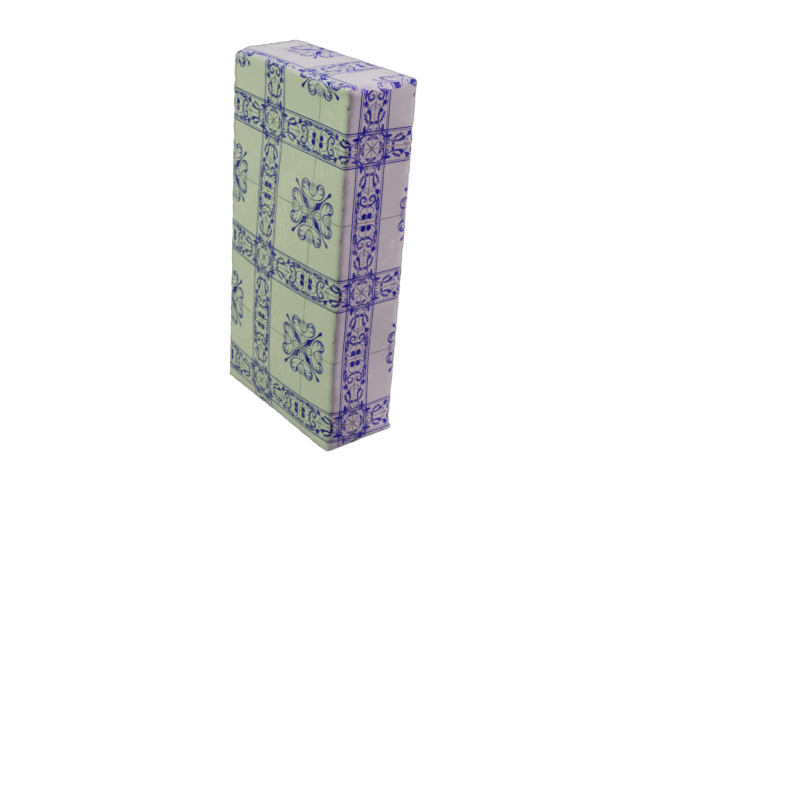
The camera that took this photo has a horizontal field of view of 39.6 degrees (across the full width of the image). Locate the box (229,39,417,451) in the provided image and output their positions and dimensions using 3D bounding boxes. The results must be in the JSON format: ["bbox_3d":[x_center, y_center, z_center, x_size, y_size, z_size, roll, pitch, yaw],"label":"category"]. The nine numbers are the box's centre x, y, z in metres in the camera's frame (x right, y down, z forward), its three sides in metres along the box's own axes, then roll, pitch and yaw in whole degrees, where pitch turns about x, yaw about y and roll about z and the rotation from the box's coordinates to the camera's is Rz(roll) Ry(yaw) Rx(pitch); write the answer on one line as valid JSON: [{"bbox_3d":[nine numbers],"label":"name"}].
[{"bbox_3d":[-0.042,-0.076,0.530,0.047,0.167,0.100,-16,30,-34],"label":"box"}]
